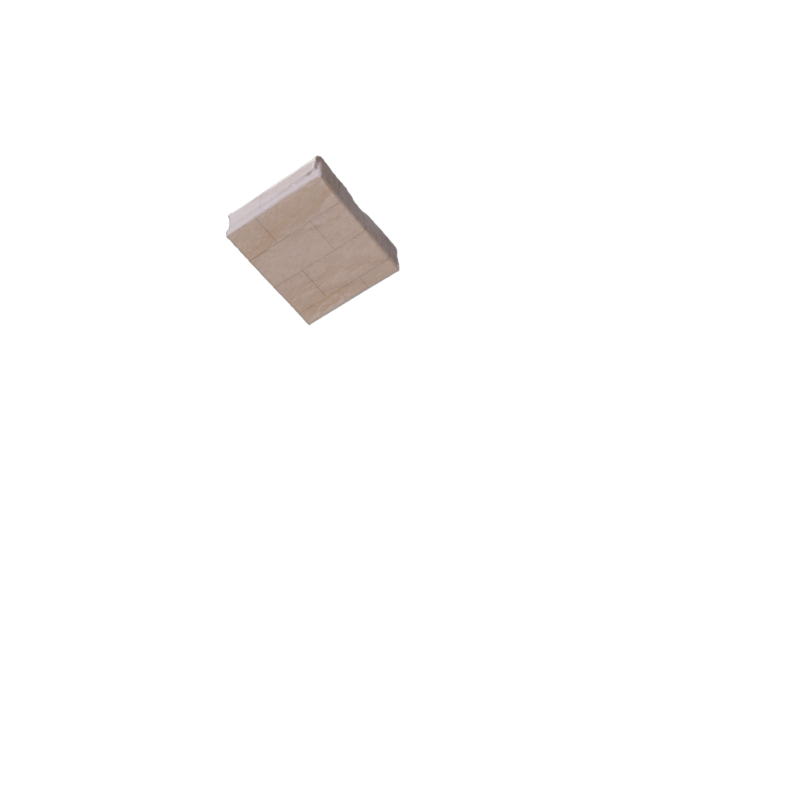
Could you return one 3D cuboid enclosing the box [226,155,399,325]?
[{"bbox_3d":[-0.055,-0.101,0.703,0.073,0.084,0.032,-32,28,19],"label":"box"}]
